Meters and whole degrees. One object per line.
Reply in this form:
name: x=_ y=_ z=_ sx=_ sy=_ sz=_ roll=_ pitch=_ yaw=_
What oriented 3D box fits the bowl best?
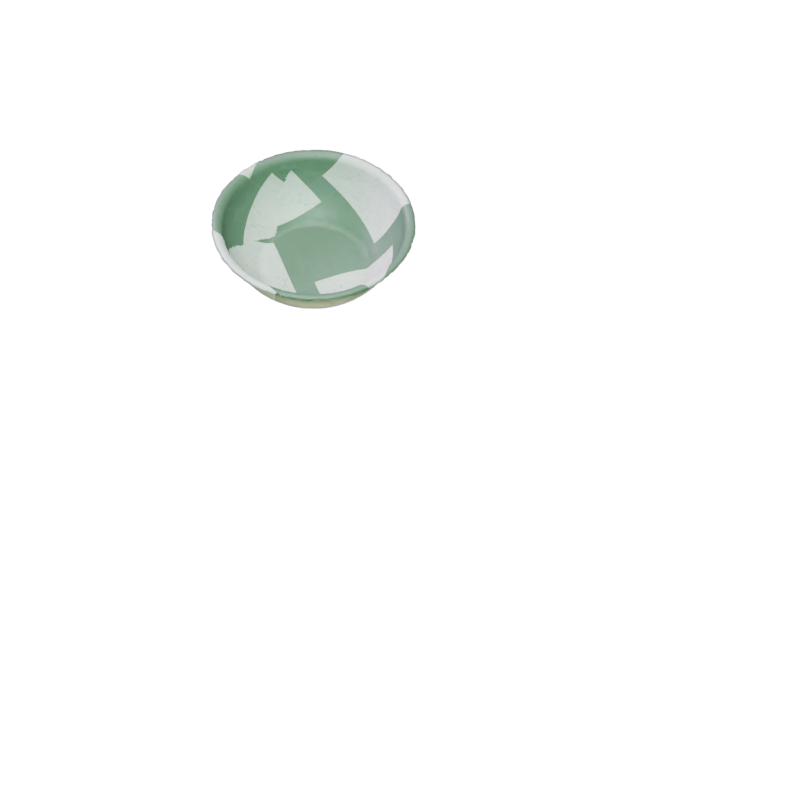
bowl: x=-0.070 y=-0.128 z=0.895 sx=0.162 sy=0.174 sz=0.051 roll=-1 pitch=-39 yaw=-1
